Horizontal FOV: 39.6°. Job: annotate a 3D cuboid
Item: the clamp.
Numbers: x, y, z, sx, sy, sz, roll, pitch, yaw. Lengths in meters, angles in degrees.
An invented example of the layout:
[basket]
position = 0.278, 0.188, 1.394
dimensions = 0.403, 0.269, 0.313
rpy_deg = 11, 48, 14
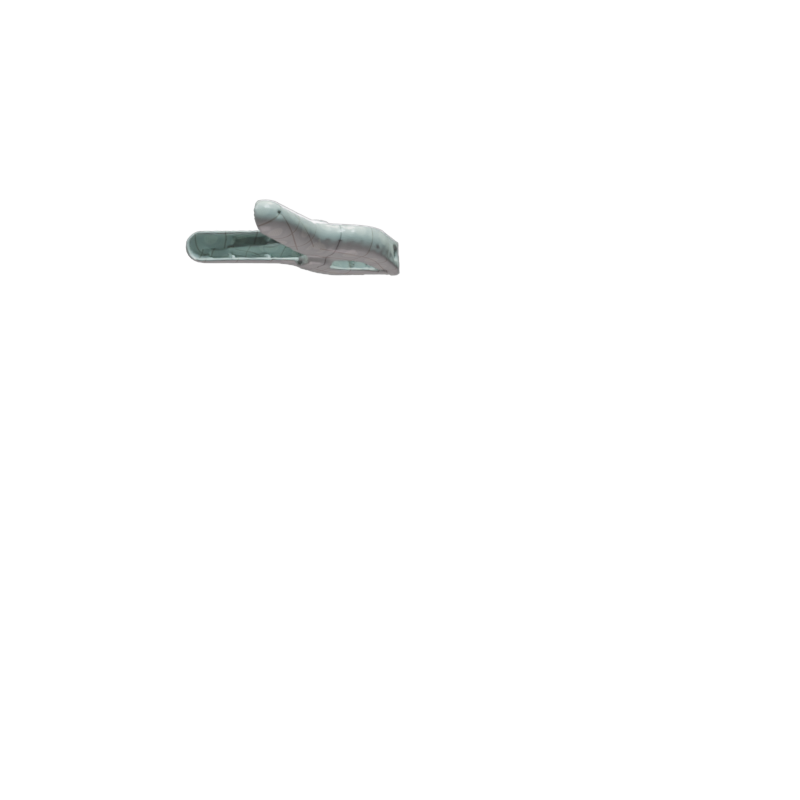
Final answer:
[clamp]
position = -0.067, -0.121, 0.849
dimensions = 0.166, 0.040, 0.122
rpy_deg = 0, -2, -26
